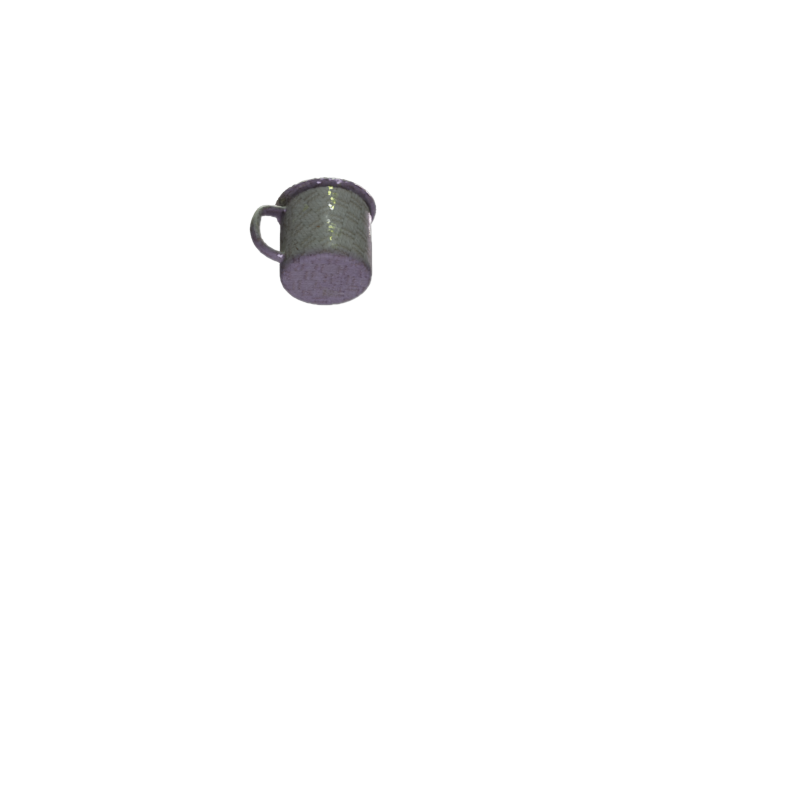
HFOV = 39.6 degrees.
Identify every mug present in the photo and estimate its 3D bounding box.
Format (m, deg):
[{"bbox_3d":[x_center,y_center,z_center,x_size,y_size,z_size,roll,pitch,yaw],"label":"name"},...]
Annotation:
[{"bbox_3d":[-0.077,-0.141,0.986,0.113,0.087,0.090,13,-36,-21],"label":"mug"}]
